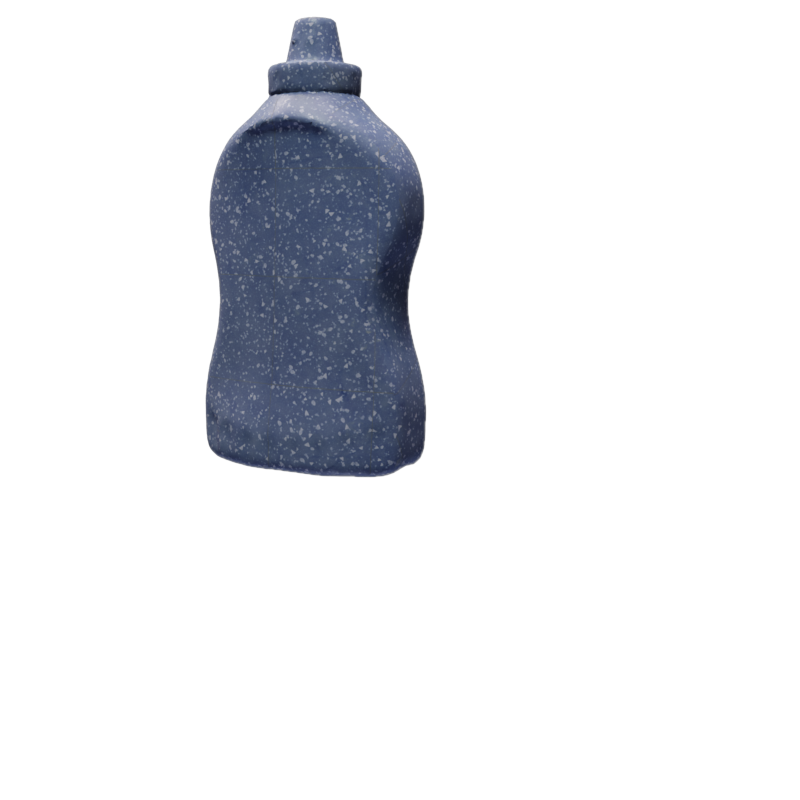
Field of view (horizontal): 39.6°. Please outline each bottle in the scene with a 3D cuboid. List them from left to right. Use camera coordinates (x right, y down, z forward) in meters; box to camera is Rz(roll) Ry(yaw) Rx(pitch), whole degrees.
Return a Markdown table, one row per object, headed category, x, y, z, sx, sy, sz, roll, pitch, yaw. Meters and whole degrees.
| category | x | y | z | sx | sy | sz | roll | pitch | yaw |
| --- | --- | --- | --- | --- | --- | --- | --- | --- | --- |
| bottle | -0.037 | -0.069 | 0.480 | 0.099 | 0.191 | 0.056 | 1 | 2 | 30 |
